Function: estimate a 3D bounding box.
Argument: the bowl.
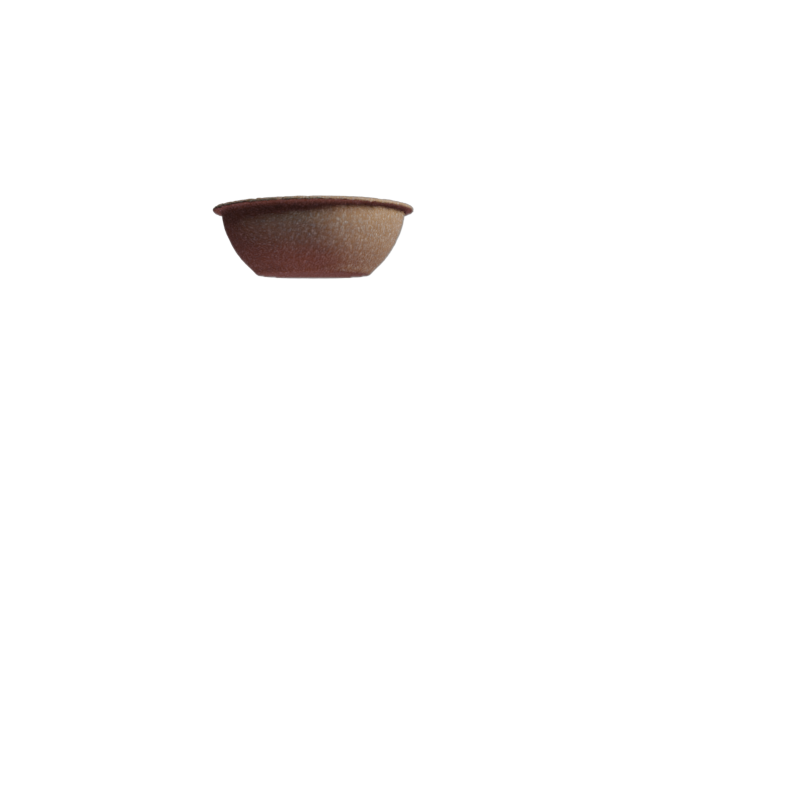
[{"bbox_3d":[-0.070,-0.127,0.889,0.162,0.055,0.162,0,2,-2],"label":"bowl"}]
